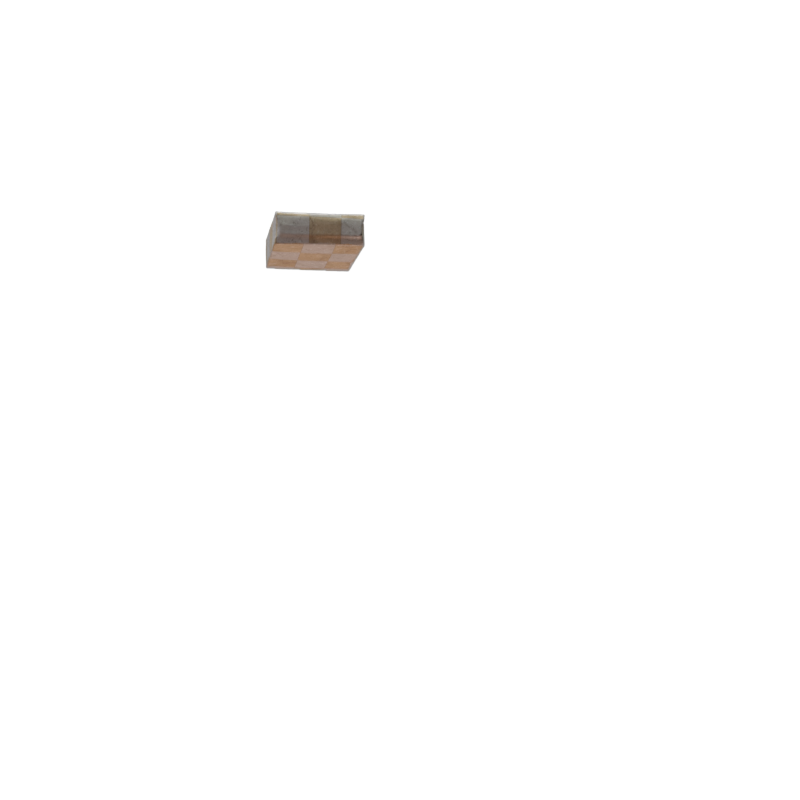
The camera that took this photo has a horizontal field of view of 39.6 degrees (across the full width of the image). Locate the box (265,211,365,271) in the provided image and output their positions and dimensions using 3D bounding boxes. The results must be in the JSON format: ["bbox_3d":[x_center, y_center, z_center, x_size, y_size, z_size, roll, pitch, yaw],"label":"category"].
[{"bbox_3d":[-0.072,-0.131,0.914,0.072,0.031,0.088,1,-8,-9],"label":"box"}]
